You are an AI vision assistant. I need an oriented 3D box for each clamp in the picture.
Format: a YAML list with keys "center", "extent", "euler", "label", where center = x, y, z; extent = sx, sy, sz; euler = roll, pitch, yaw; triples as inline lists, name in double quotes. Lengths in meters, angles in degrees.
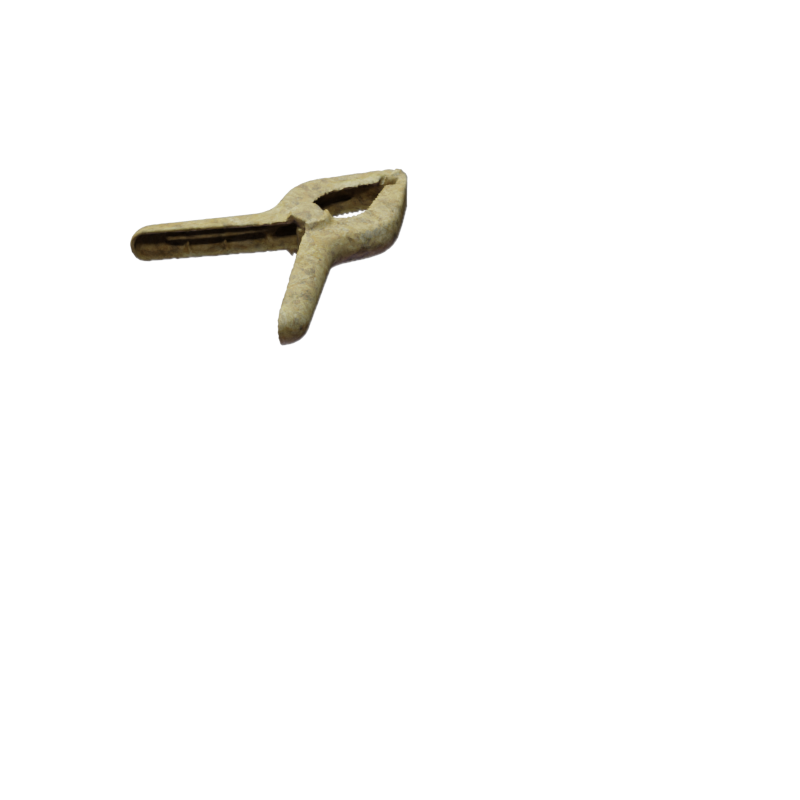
- center: [-0.061, -0.112, 0.784]
  extent: [0.209, 0.034, 0.177]
  euler: [-27, 44, -31]
  label: "clamp"
